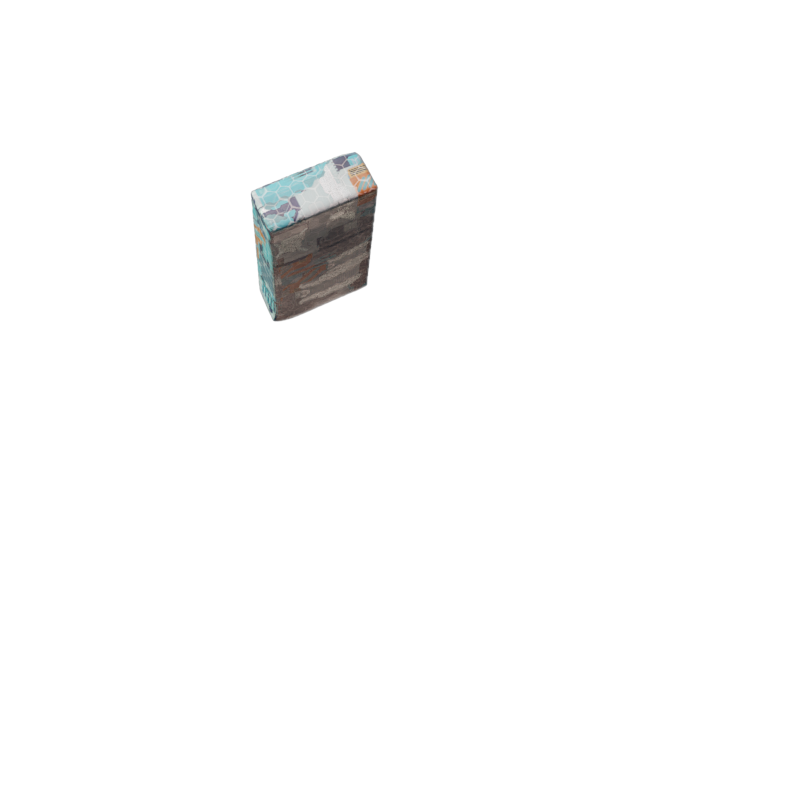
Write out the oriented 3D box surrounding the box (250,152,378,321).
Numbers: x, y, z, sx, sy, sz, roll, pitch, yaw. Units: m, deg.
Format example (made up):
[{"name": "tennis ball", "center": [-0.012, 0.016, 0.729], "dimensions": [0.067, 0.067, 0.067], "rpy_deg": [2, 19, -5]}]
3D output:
[{"name": "box", "center": [-0.072, -0.131, 0.915], "dimensions": [0.093, 0.051, 0.167], "rpy_deg": [-24, -20, -13]}]
